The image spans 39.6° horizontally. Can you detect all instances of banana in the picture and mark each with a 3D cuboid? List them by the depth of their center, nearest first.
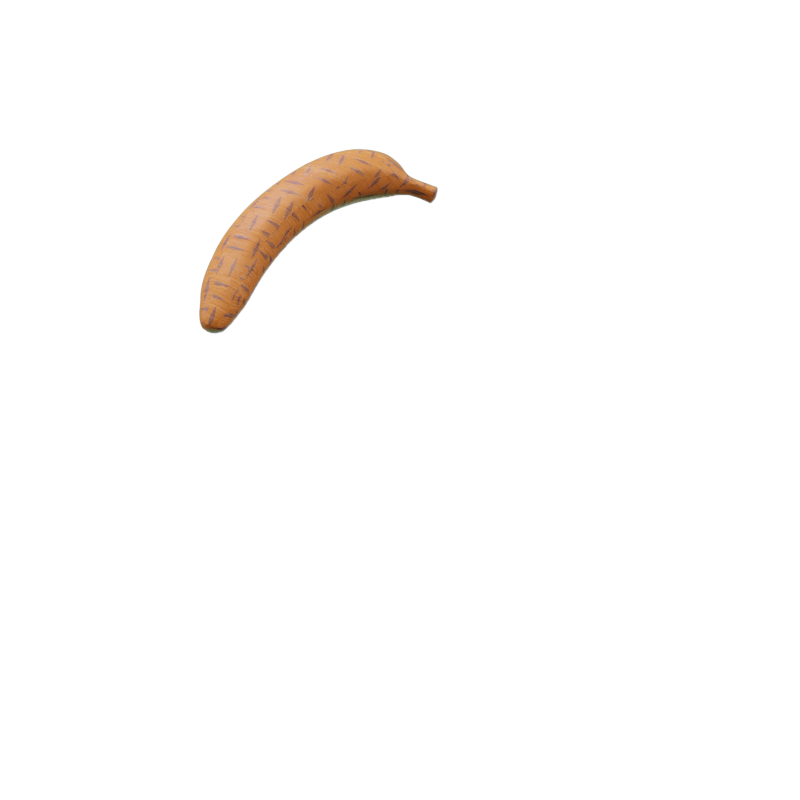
[{"bbox_3d":[-0.067,-0.120,0.748,0.199,0.074,0.034,-35,-27,-22],"label":"banana"}]
